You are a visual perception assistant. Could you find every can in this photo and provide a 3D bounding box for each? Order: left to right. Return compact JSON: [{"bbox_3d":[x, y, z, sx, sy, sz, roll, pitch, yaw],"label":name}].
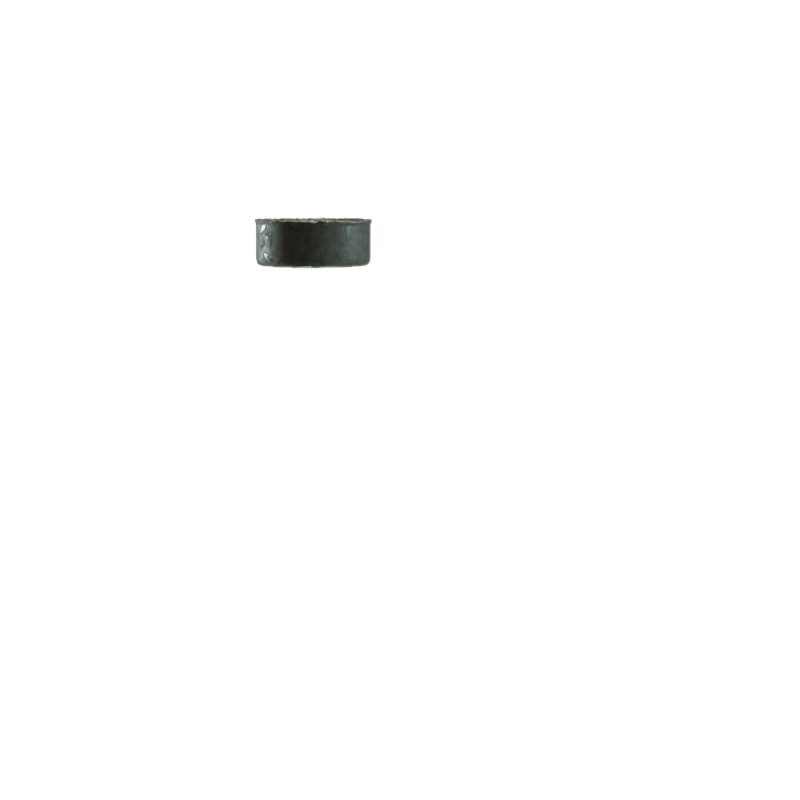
[{"bbox_3d":[-0.064,-0.116,0.813,0.086,0.033,0.087,0,10,-2],"label":"can"}]
